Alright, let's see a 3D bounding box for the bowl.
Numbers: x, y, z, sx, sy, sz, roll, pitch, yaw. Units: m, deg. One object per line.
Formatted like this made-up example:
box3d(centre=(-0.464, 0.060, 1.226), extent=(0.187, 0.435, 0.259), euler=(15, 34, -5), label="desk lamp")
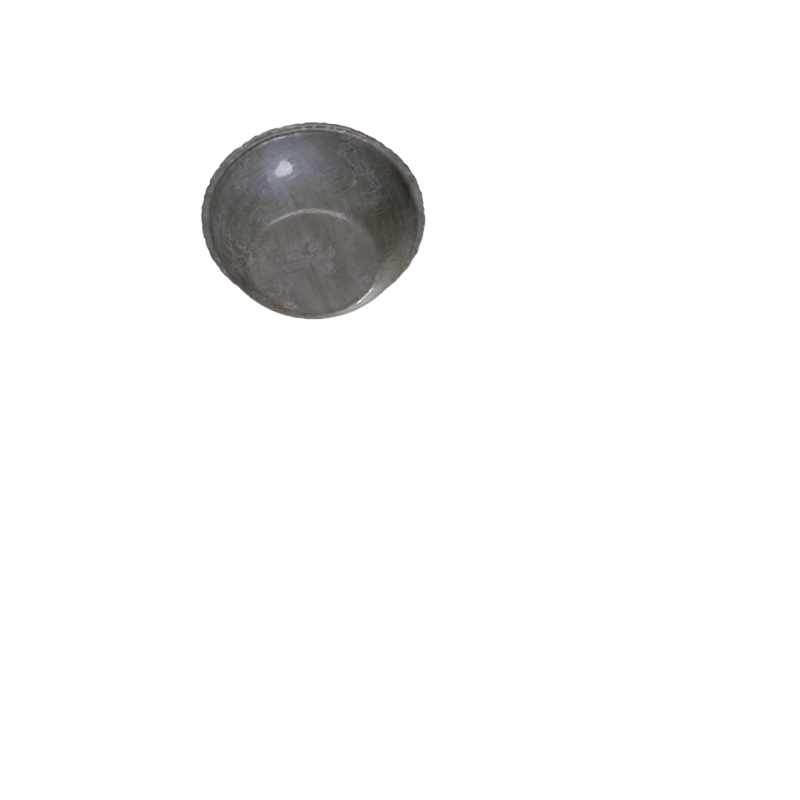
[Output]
box3d(centre=(-0.061, -0.111, 0.778), extent=(0.162, 0.151, 0.059), euler=(1, 37, -1), label="bowl")
